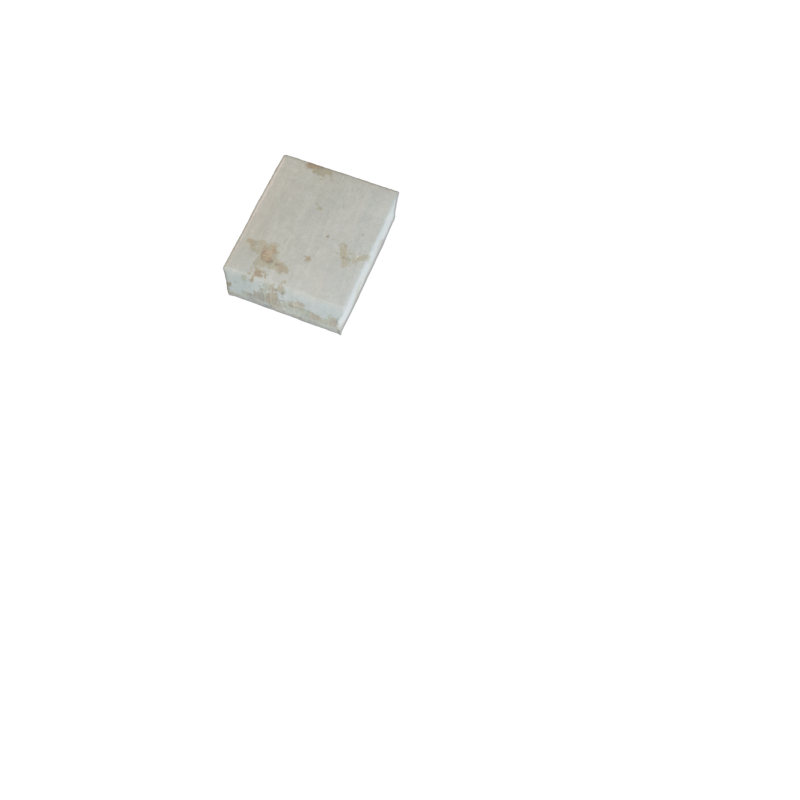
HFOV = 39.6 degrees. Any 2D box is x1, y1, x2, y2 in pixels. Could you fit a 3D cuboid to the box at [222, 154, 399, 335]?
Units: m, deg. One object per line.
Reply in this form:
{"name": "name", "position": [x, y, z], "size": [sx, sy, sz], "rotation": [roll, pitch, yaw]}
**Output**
{"name": "box", "position": [-0.061, -0.112, 0.781], "size": [0.092, 0.118, 0.036], "rotation": [18, -30, 10]}
